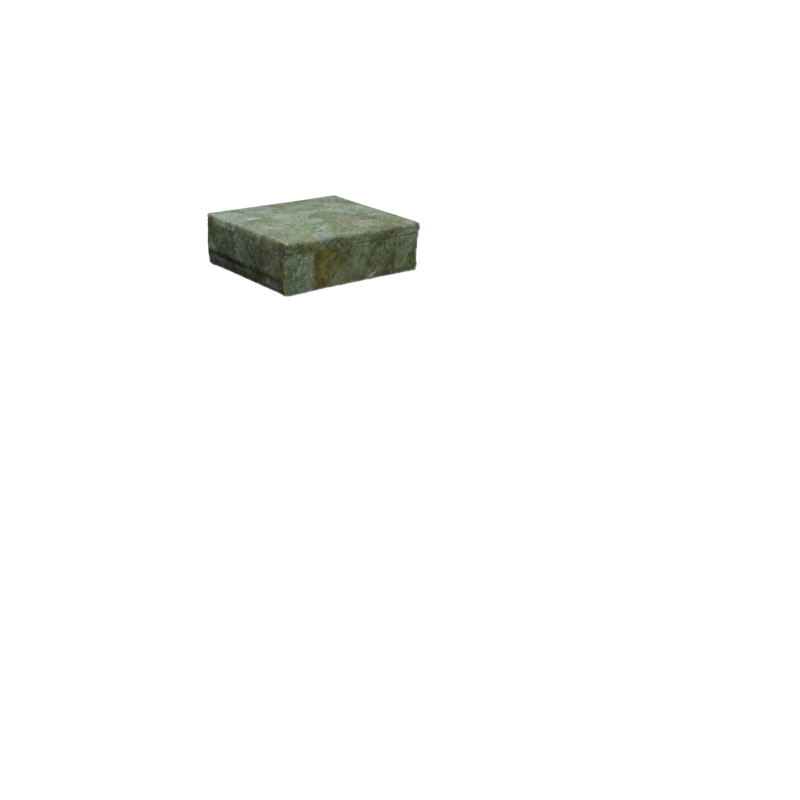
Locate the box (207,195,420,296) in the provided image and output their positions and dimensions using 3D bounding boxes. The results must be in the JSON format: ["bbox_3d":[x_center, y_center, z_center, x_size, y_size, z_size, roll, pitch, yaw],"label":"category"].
[{"bbox_3d":[-0.058,-0.105,0.734,0.111,0.037,0.096,-18,28,-37],"label":"box"}]
